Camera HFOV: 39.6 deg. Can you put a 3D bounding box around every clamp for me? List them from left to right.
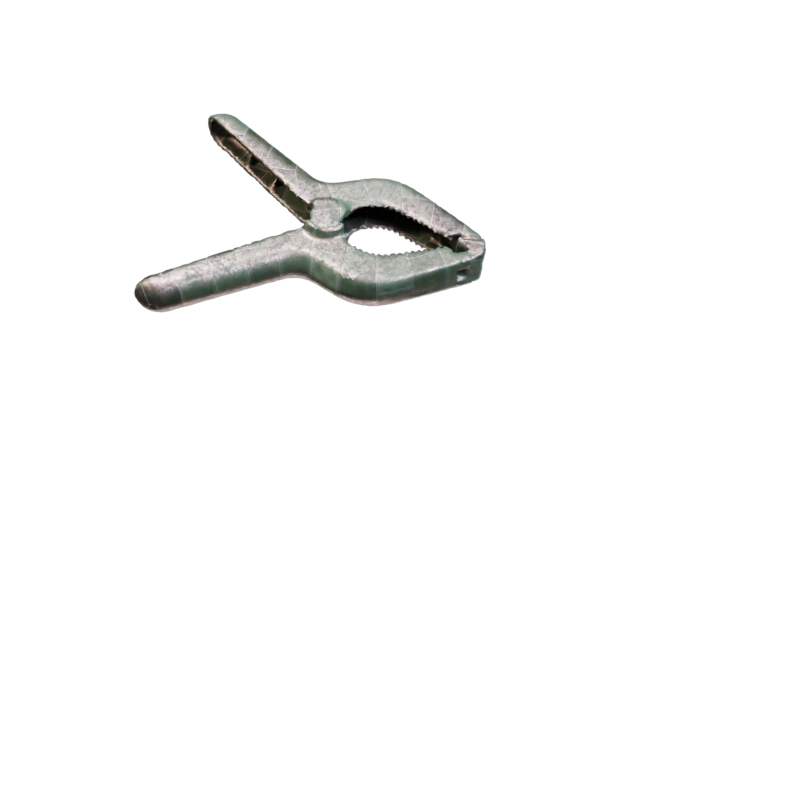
[{"bbox_3d":[-0.055,-0.100,0.700,0.215,0.172,0.034,16,-34,11],"label":"clamp"}]
